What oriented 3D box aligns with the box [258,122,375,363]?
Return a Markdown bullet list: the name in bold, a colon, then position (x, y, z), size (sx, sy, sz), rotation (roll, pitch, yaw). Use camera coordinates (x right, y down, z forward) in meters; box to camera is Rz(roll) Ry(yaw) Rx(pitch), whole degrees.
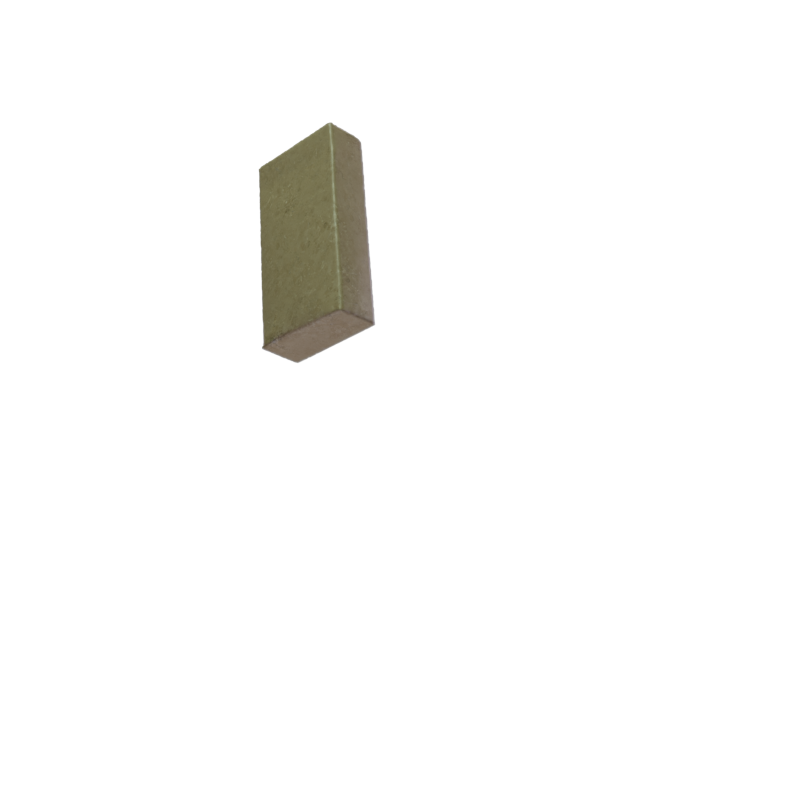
- **box**: position (-0.070, -0.129, 0.903), size (0.093, 0.188, 0.045), rotation (-26, -37, 36)
